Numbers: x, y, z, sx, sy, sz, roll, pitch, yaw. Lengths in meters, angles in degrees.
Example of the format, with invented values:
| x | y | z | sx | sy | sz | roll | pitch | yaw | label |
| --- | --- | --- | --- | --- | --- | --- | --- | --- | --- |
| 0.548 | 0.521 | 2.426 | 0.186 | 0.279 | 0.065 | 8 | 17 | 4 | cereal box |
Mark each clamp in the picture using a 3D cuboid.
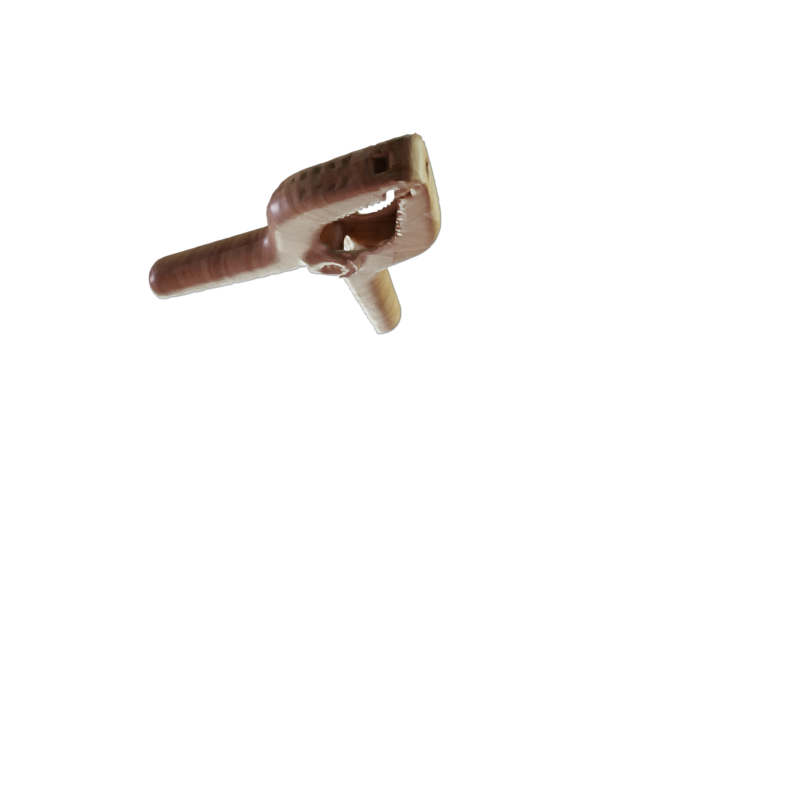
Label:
| x | y | z | sx | sy | sz | roll | pitch | yaw | label |
| --- | --- | --- | --- | --- | --- | --- | --- | --- | --- |
| -0.049 | -0.089 | 0.620 | 0.161 | 0.038 | 0.205 | 6 | -19 | -17 | clamp |
